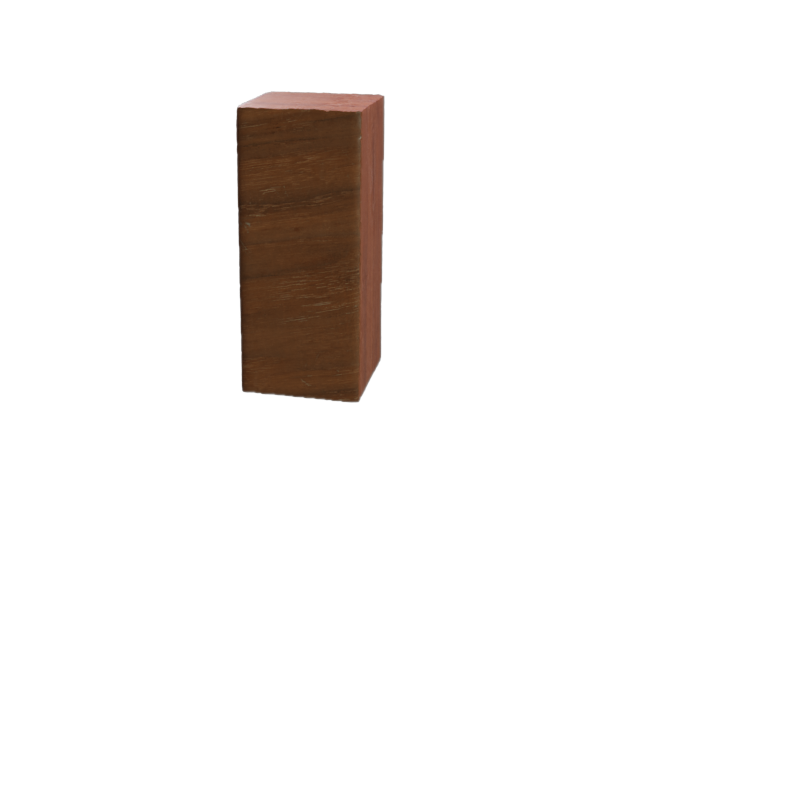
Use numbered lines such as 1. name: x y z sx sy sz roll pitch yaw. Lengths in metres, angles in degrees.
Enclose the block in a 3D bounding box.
1. block: -0.063 -0.115 0.803 0.092 0.199 0.093 4 17 10
